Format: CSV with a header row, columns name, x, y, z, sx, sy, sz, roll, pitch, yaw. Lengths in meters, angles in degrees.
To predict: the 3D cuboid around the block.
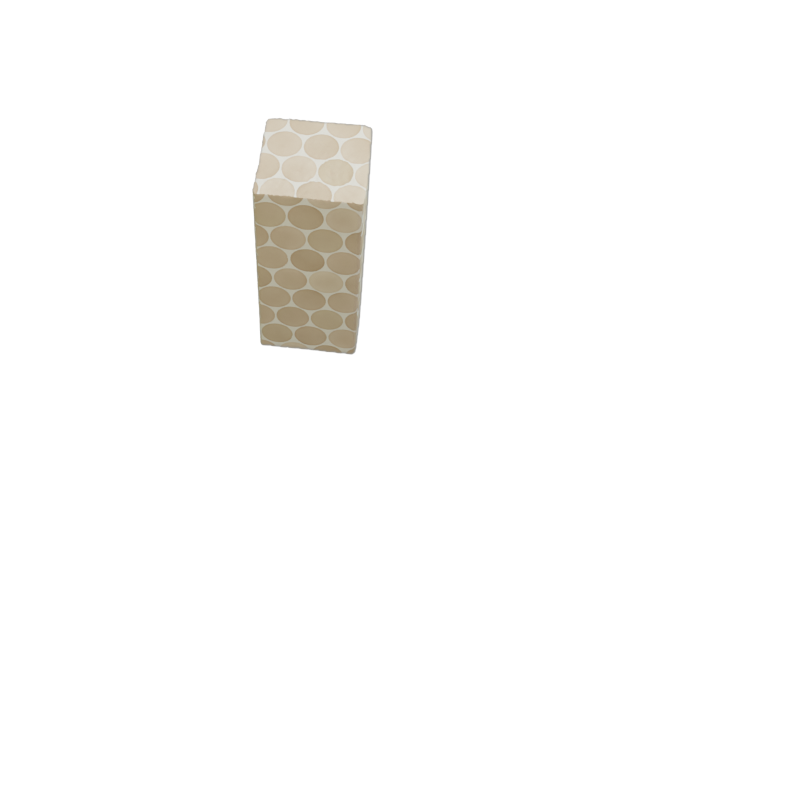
name,x,y,z,sx,sy,sz,roll,pitch,yaw
block,-0.076,-0.139,0.969,0.091,0.096,0.193,6,-36,0
